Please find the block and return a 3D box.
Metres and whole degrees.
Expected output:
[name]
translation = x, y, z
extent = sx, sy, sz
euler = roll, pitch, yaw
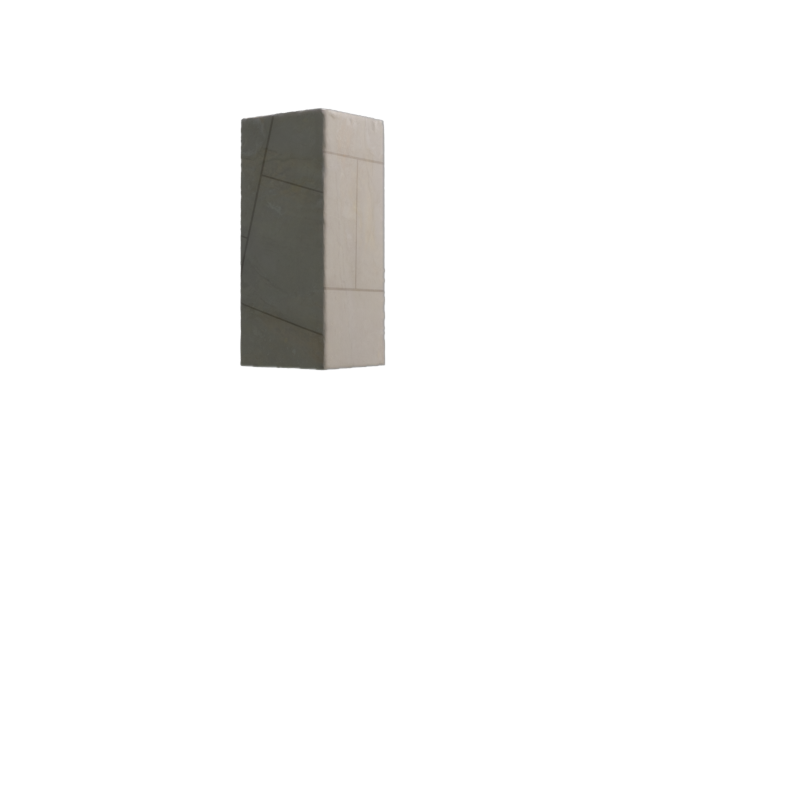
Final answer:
[block]
translation = -0.072, -0.132, 0.924
extent = 0.093, 0.207, 0.087
euler = -1, -2, 37
